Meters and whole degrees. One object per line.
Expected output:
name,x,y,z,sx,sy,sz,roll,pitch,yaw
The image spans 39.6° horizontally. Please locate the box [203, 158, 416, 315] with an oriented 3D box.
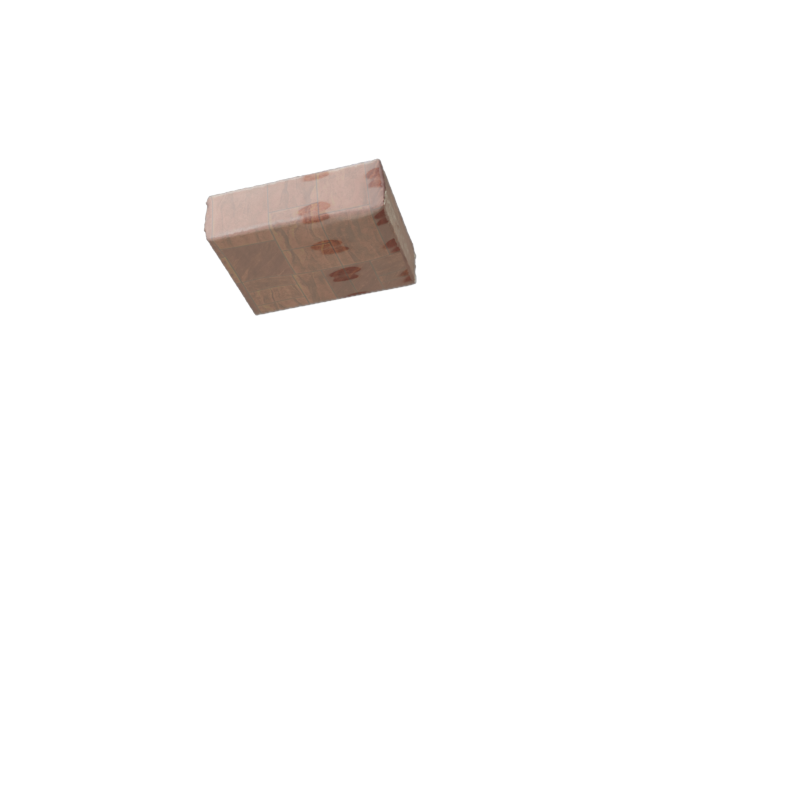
box,-0.054,-0.099,0.691,0.115,0.041,0.083,-8,-31,13
